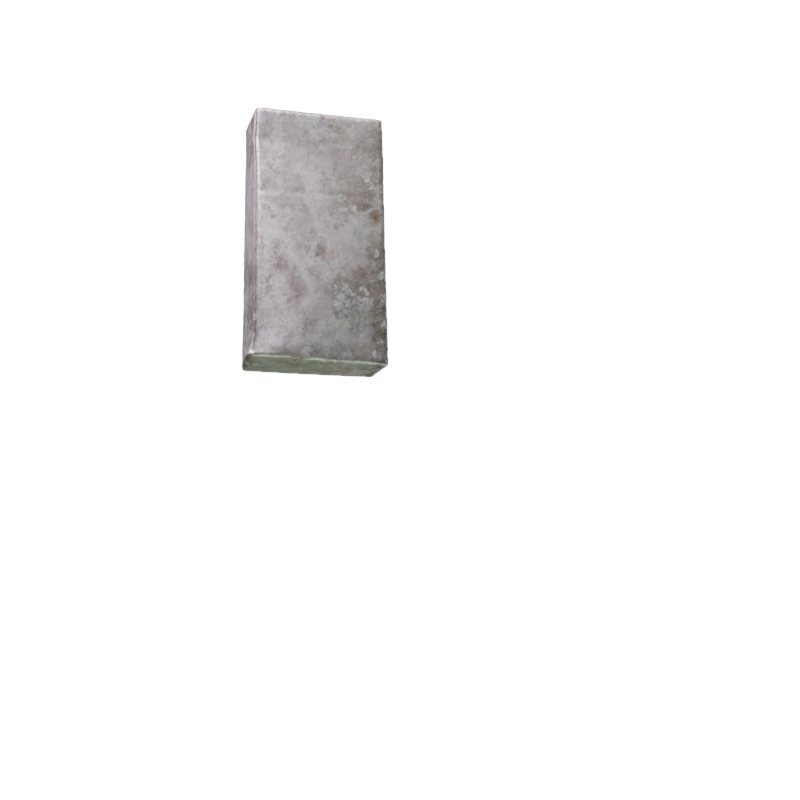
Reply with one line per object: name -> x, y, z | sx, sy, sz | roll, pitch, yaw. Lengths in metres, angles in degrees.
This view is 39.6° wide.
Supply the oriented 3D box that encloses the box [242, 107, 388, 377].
box -> -0.059, -0.108, 0.755 | 0.091, 0.185, 0.047 | 4, -21, -14
